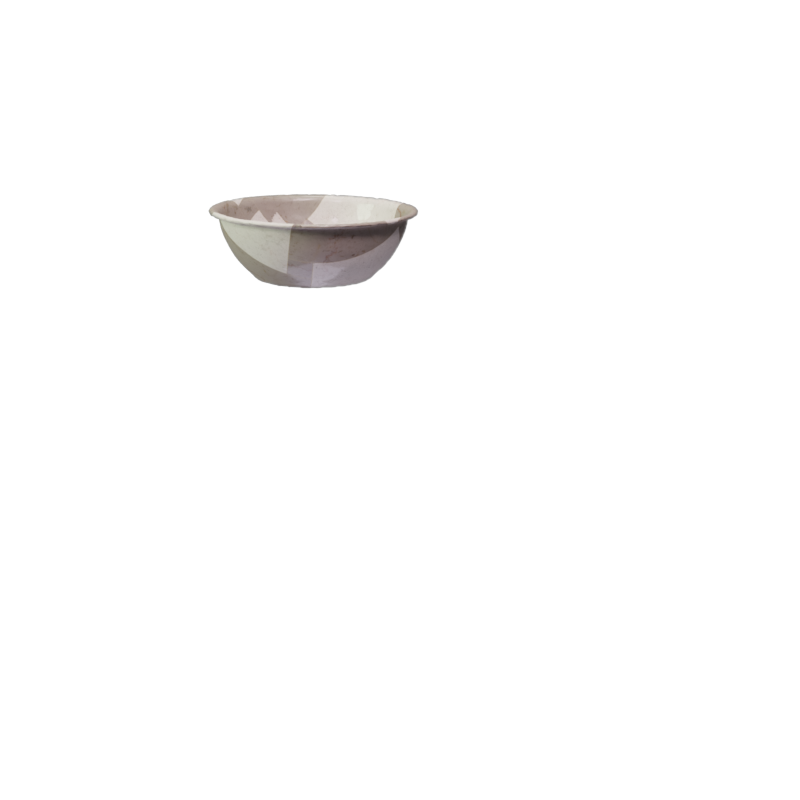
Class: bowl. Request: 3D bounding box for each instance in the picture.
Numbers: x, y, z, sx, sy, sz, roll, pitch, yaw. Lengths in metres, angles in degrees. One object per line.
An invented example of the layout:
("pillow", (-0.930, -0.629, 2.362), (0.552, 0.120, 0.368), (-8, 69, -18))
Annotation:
("bowl", (-0.067, -0.123, 0.861), (0.162, 0.053, 0.168), (-1, 17, -2))
